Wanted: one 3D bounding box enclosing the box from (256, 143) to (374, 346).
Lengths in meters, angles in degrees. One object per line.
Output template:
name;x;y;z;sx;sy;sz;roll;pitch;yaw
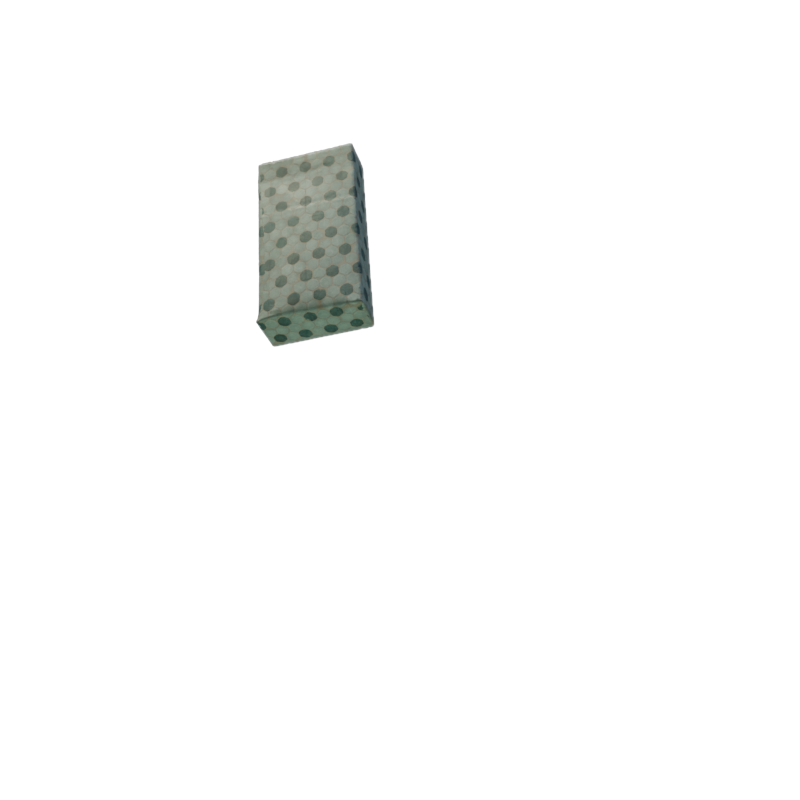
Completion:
box;-0.075;-0.138;0.965;0.094;0.189;0.044;-12;-38;12
